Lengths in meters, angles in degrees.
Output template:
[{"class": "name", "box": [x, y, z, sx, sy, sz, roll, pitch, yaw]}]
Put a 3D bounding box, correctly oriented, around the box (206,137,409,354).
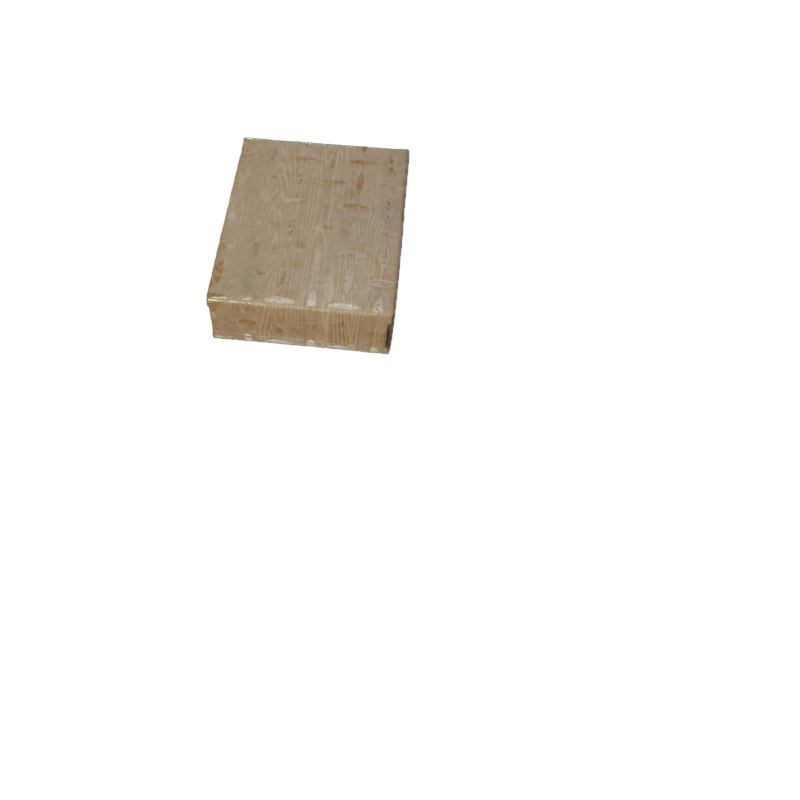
[{"class": "box", "box": [-0.044, -0.081, 0.564, 0.090, 0.121, 0.036, 4, -38, 3]}]
